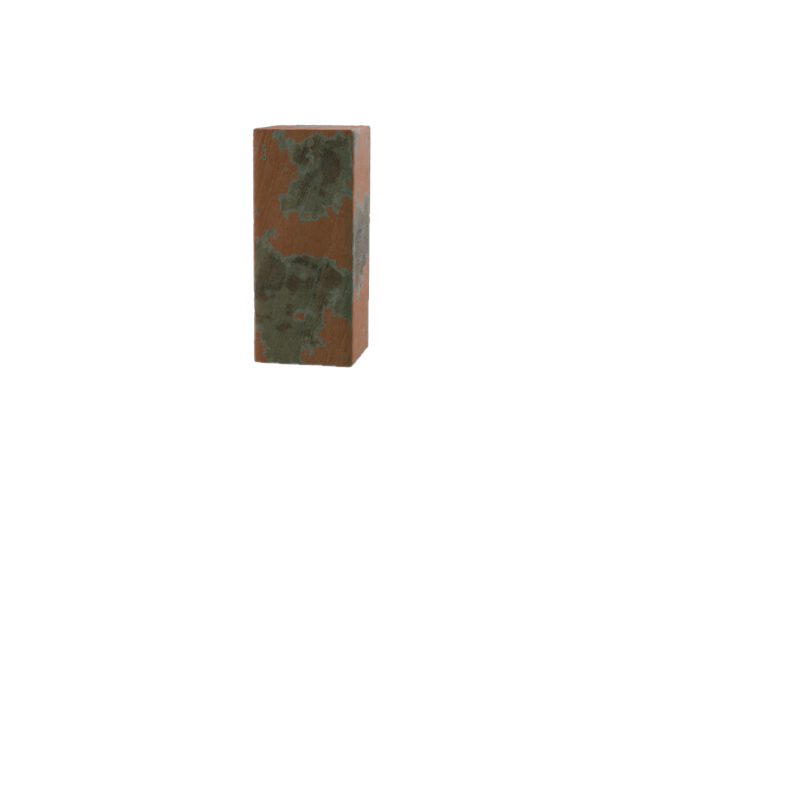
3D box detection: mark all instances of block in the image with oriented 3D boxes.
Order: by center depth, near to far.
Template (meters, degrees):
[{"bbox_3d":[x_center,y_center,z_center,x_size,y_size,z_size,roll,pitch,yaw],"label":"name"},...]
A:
[{"bbox_3d":[-0.077,-0.142,0.994,0.092,0.202,0.091,2,9,11],"label":"block"}]
